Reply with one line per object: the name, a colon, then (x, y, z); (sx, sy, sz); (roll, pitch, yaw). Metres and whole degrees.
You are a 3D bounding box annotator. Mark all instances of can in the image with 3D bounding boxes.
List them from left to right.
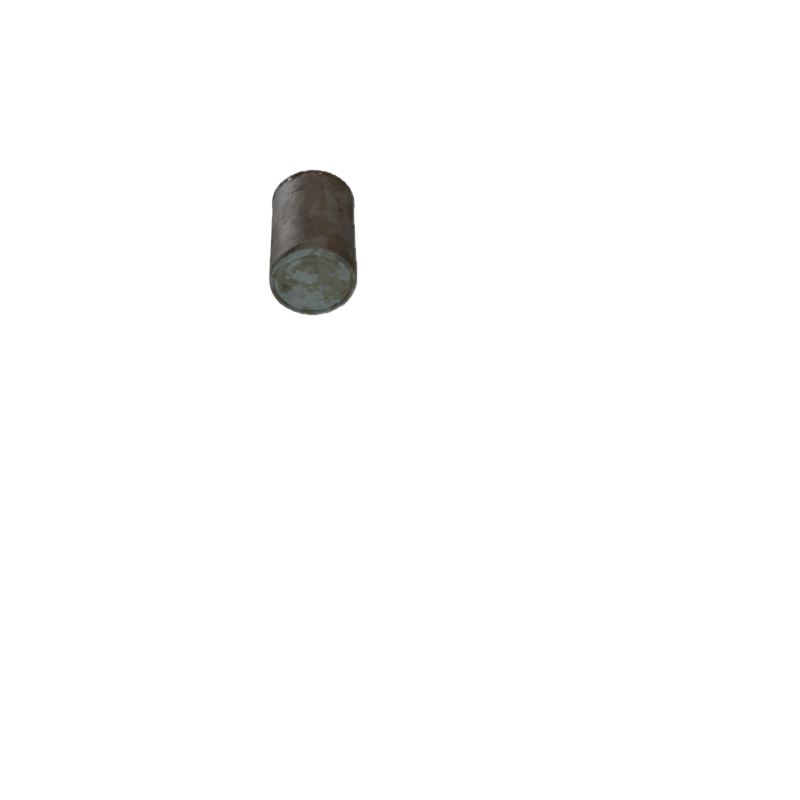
can: (-0.068, -0.124, 0.866); (0.068, 0.064, 0.110); (-1, 42, -3)
